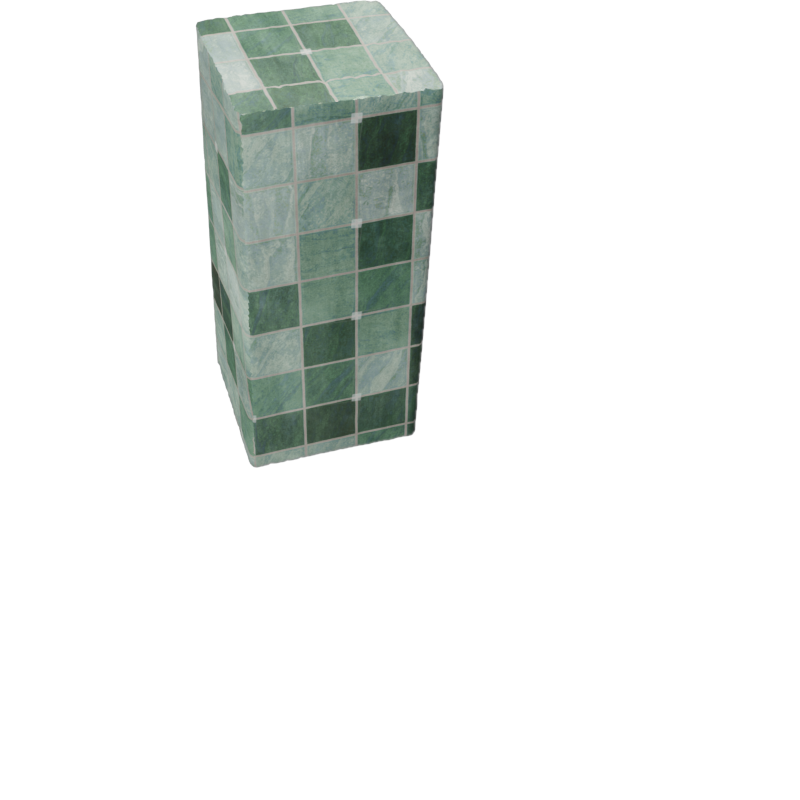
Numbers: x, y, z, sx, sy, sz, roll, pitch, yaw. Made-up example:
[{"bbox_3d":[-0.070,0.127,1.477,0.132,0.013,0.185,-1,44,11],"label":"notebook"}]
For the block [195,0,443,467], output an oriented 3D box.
[{"bbox_3d":[-0.042,-0.078,0.540,0.089,0.192,0.098,-10,42,-15],"label":"block"}]
